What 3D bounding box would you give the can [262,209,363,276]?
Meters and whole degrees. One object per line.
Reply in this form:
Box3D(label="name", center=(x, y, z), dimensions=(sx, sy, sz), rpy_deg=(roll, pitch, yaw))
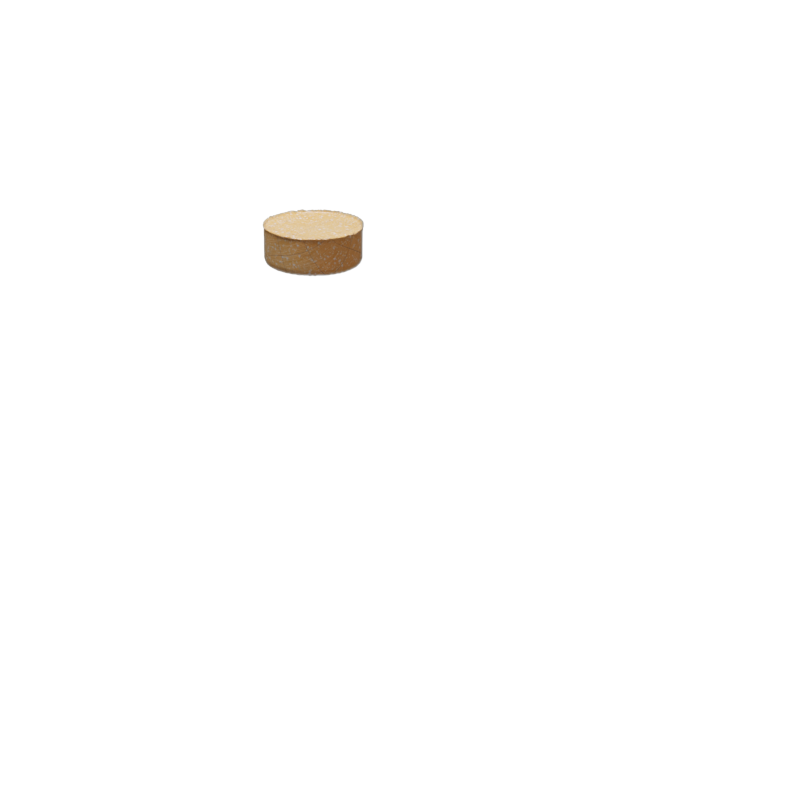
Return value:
Box3D(label="can", center=(-0.074, -0.135, 0.945), dimensions=(0.086, 0.032, 0.090), rpy_deg=(-1, 24, -2))
